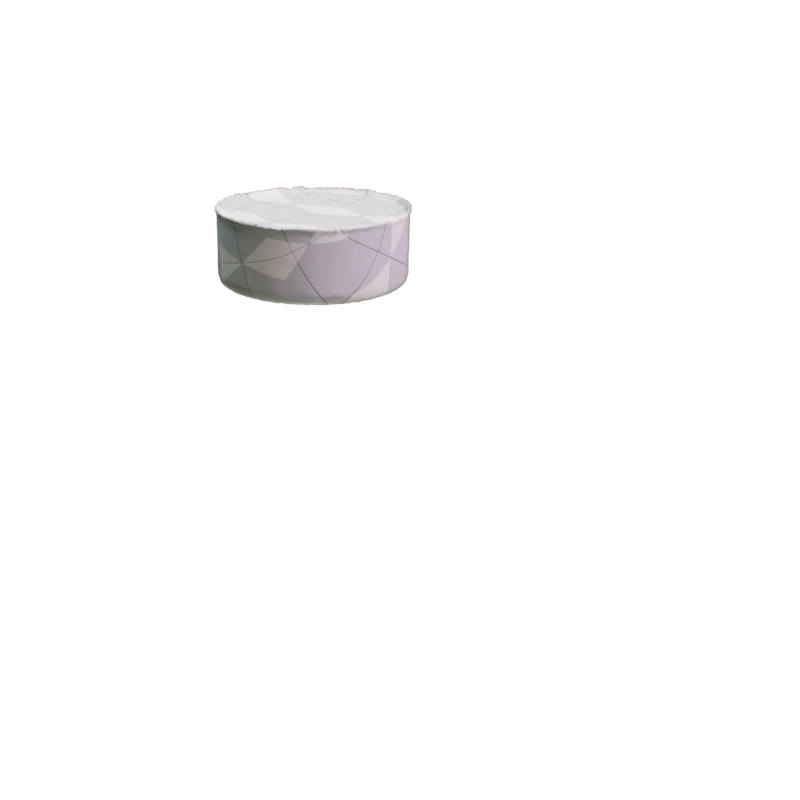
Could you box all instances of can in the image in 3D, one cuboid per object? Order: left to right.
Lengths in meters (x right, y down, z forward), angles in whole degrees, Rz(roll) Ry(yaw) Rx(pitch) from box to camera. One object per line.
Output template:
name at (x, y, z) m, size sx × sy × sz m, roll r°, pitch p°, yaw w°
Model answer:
can at (-0.038, -0.070, 0.487) m, size 0.086 × 0.032 × 0.090 m, roll -1°, pitch 21°, yaw -2°
